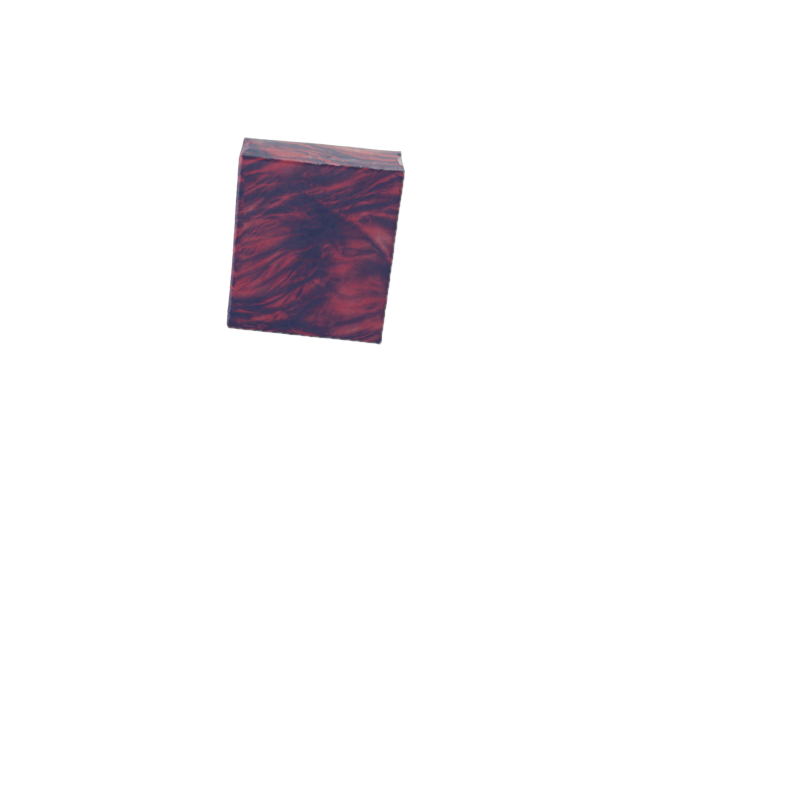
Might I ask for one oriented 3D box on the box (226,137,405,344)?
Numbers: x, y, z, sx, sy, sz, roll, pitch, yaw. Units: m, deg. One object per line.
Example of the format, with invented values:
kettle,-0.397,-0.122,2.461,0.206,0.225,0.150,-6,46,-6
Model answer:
box,-0.040,-0.073,0.509,0.073,0.085,0.032,6,25,-3
